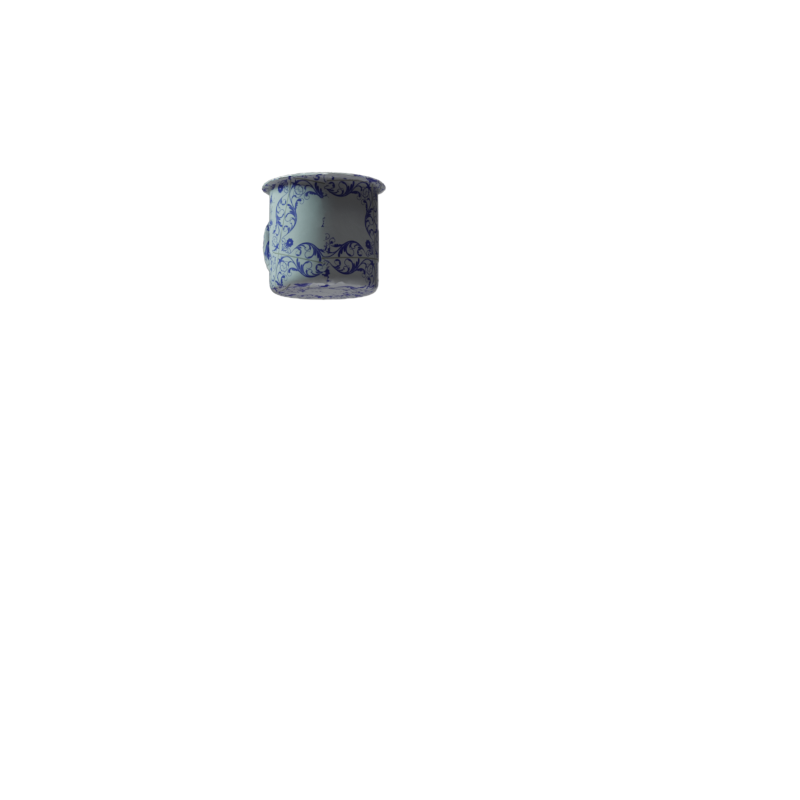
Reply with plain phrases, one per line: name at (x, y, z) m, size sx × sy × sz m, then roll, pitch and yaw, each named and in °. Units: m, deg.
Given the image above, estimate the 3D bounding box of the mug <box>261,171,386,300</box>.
mug at (-0.065, -0.119, 0.836) m, size 0.089 × 0.083 × 0.120 m, roll 6°, pitch -8°, yaw -43°
